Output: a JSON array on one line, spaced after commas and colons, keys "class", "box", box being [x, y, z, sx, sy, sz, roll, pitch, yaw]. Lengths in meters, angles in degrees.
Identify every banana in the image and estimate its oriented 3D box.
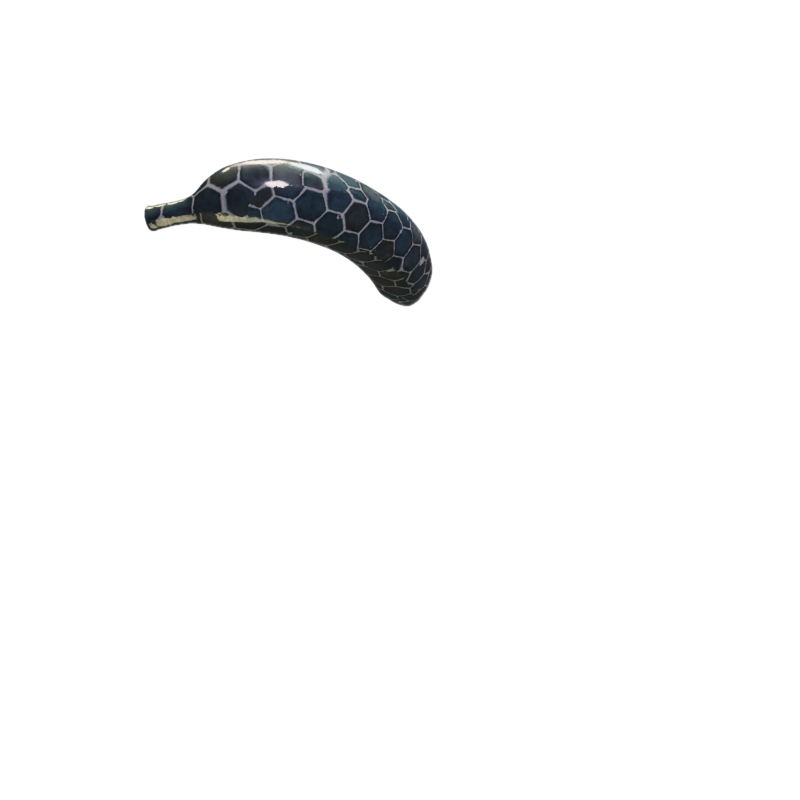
[{"class": "banana", "box": [-0.033, -0.086, 0.563, 0.071, 0.038, 0.186, -13, -18, 40]}]
